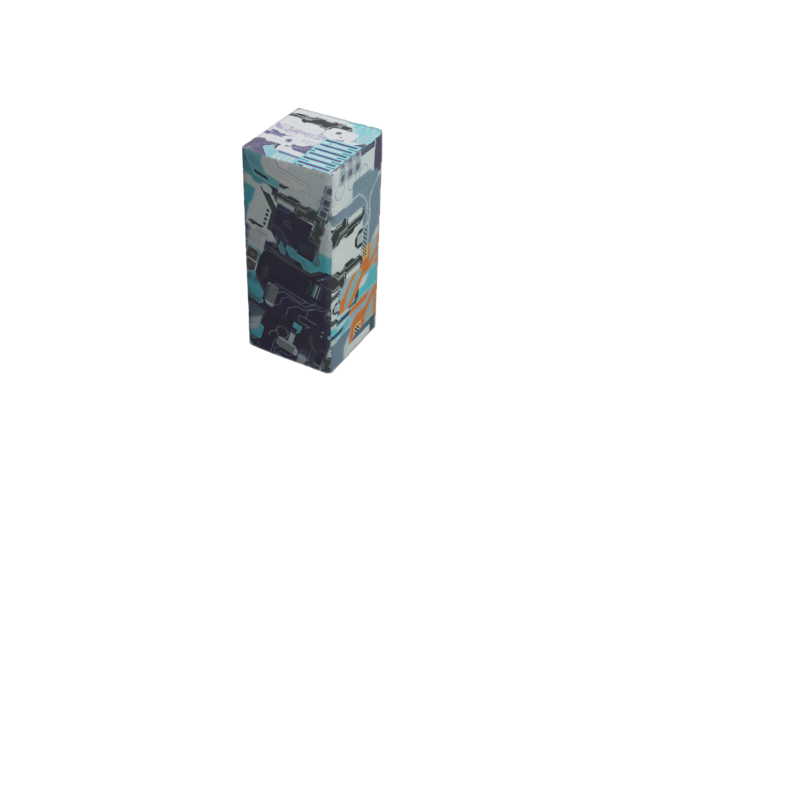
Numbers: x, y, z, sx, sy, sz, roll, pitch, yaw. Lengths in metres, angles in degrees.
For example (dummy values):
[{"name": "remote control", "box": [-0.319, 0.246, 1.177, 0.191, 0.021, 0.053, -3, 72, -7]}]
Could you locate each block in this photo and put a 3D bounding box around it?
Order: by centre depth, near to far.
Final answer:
[{"name": "block", "box": [-0.076, -0.140, 0.981, 0.094, 0.193, 0.093, 20, 39, 23]}]
